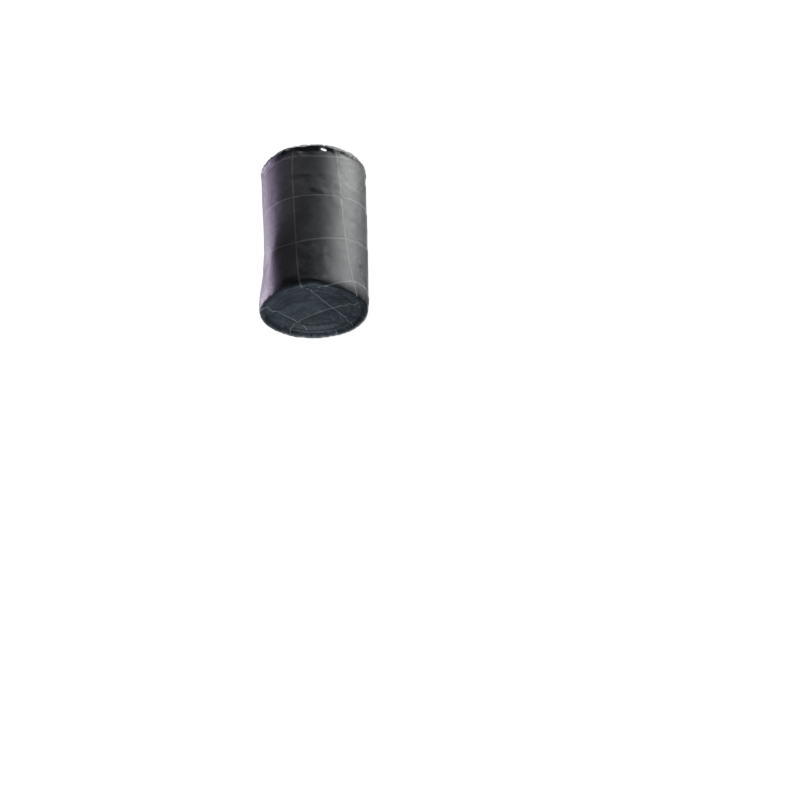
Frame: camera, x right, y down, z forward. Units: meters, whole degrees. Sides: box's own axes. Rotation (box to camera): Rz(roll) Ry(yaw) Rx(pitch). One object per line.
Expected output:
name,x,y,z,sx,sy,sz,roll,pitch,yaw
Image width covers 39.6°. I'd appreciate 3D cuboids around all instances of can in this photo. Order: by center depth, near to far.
can,-0.054,-0.098,0.688,0.068,0.109,0.064,0,-29,-2
